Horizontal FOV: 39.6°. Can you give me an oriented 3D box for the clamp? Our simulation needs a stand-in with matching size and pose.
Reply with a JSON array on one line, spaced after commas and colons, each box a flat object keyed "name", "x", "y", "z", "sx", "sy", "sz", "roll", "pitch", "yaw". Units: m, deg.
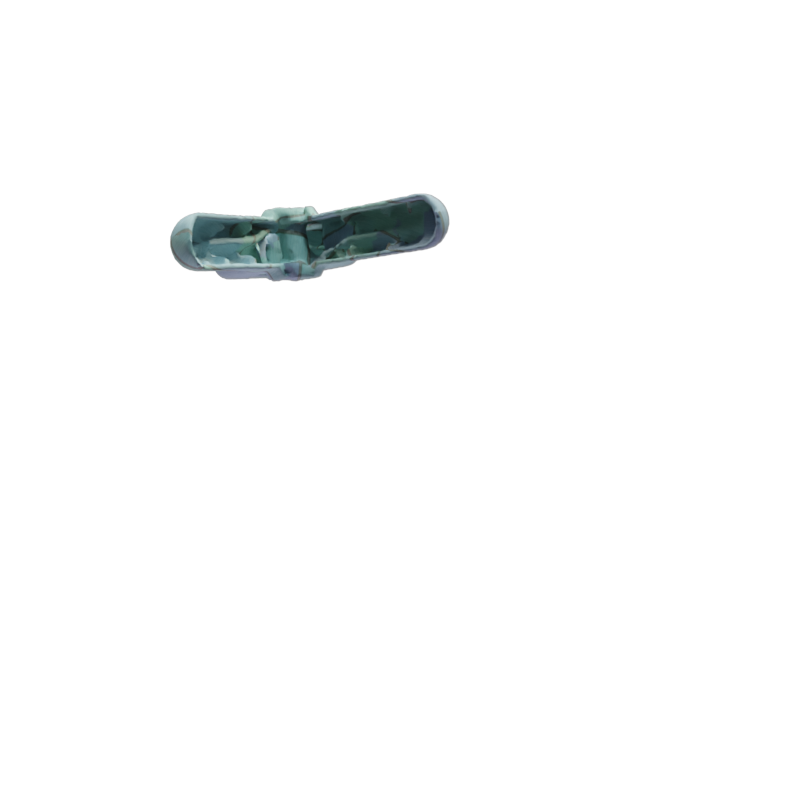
[{"name": "clamp", "x": -0.043, "y": -0.078, "z": 0.543, "sx": 0.120, "sy": 0.039, "sz": 0.173, "roll": 0, "pitch": 6, "yaw": -2}]
